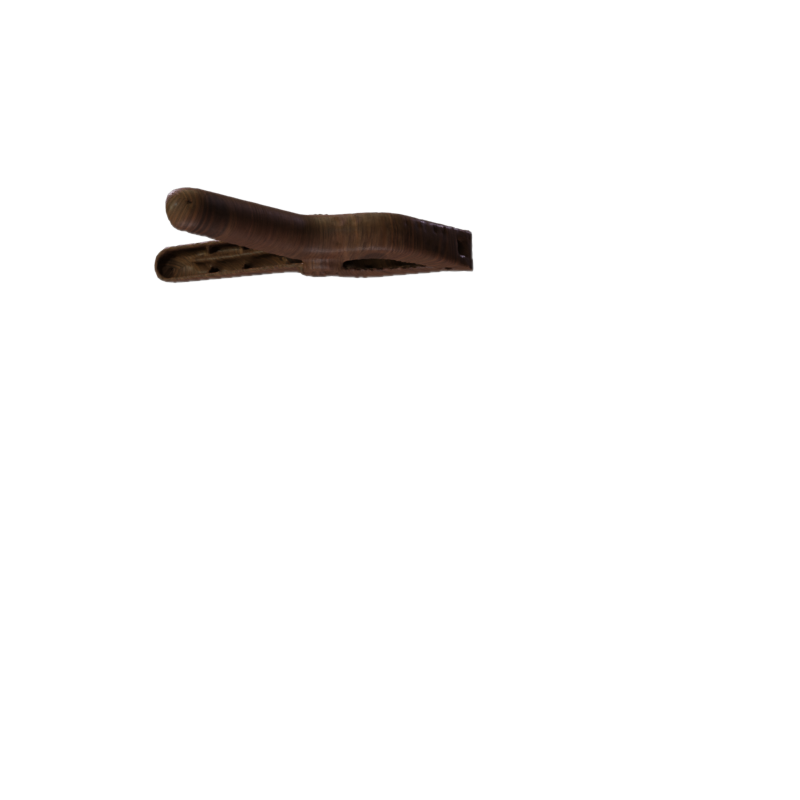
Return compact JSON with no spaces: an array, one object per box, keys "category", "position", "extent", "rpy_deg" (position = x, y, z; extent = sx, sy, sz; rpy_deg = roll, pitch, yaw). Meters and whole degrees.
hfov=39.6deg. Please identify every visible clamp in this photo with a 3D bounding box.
[{"category":"clamp","position":[-0.054,-0.099,0.695],"extent":[0.209,0.037,0.162],"rpy_deg":[0,-5,-5]}]
